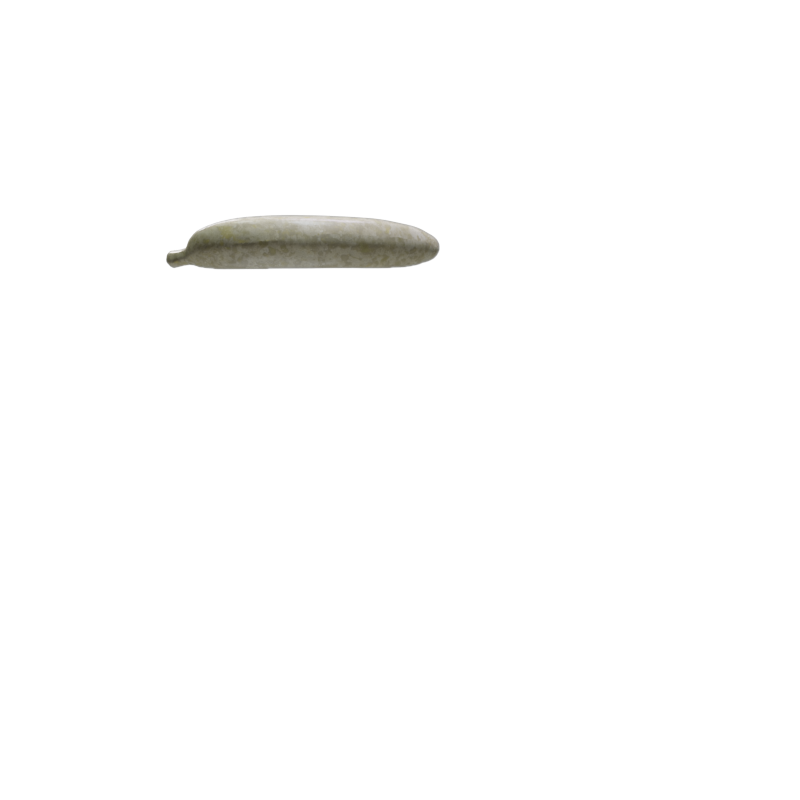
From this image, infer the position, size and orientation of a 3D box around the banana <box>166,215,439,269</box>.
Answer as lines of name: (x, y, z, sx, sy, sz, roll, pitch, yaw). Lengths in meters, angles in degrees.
banana: (-0.060, -0.109, 0.767, 0.195, 0.036, 0.071, -2, 7, -12)
